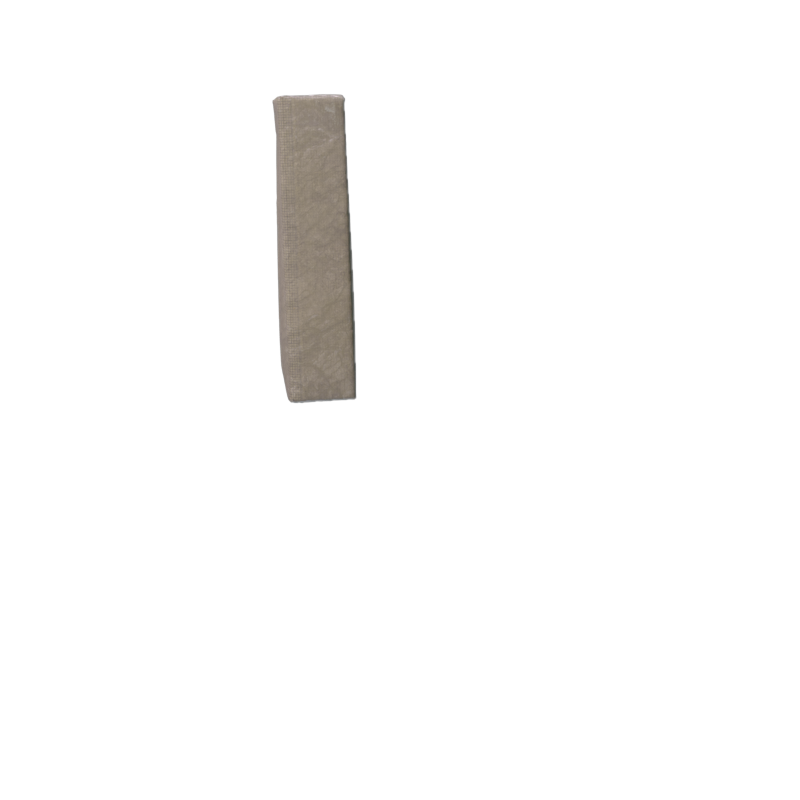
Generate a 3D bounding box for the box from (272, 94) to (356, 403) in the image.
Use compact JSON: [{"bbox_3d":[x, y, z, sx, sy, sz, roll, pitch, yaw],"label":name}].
[{"bbox_3d":[-0.052,-0.096,0.671,0.048,0.173,0.096,0,9,-7],"label":"box"}]
